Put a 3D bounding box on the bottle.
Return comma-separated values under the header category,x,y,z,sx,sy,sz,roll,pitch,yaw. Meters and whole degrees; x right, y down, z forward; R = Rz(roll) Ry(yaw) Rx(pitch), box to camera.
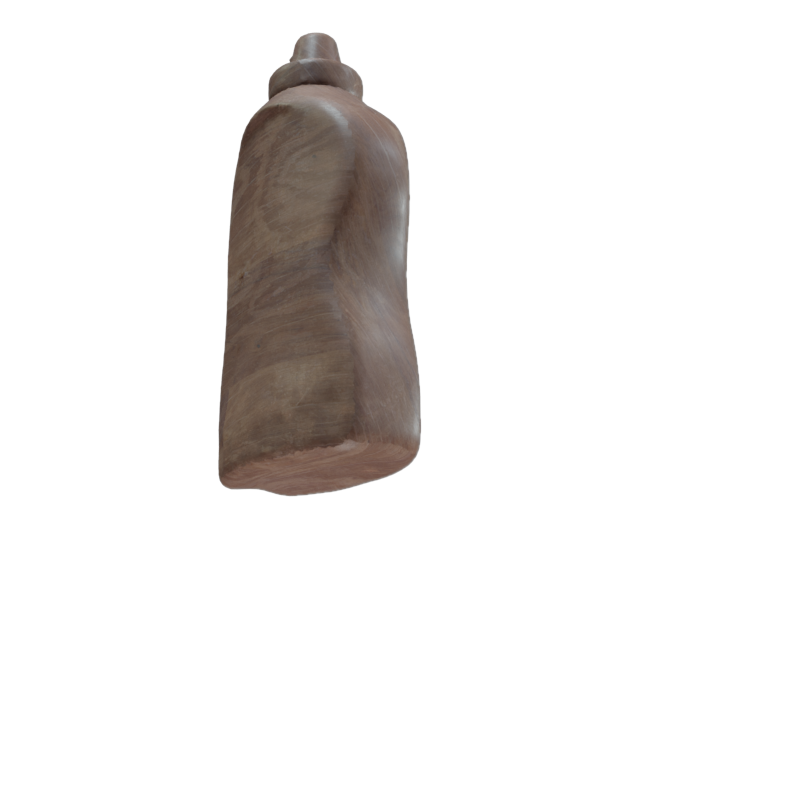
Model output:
category,x,y,z,sx,sy,sz,roll,pitch,yaw
bottle,-0.035,-0.064,0.450,0.056,0.202,0.096,13,-25,-32
